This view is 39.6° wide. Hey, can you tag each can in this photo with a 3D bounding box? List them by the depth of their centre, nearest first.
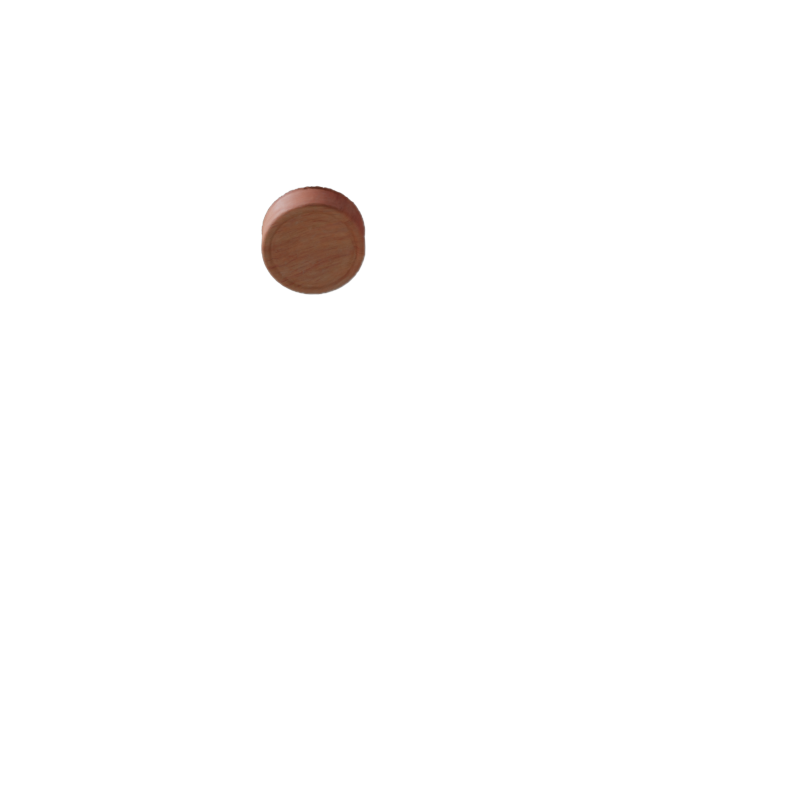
[{"bbox_3d":[-0.071,-0.129,0.903,0.086,0.081,0.036,1,33,-1],"label":"can"}]
